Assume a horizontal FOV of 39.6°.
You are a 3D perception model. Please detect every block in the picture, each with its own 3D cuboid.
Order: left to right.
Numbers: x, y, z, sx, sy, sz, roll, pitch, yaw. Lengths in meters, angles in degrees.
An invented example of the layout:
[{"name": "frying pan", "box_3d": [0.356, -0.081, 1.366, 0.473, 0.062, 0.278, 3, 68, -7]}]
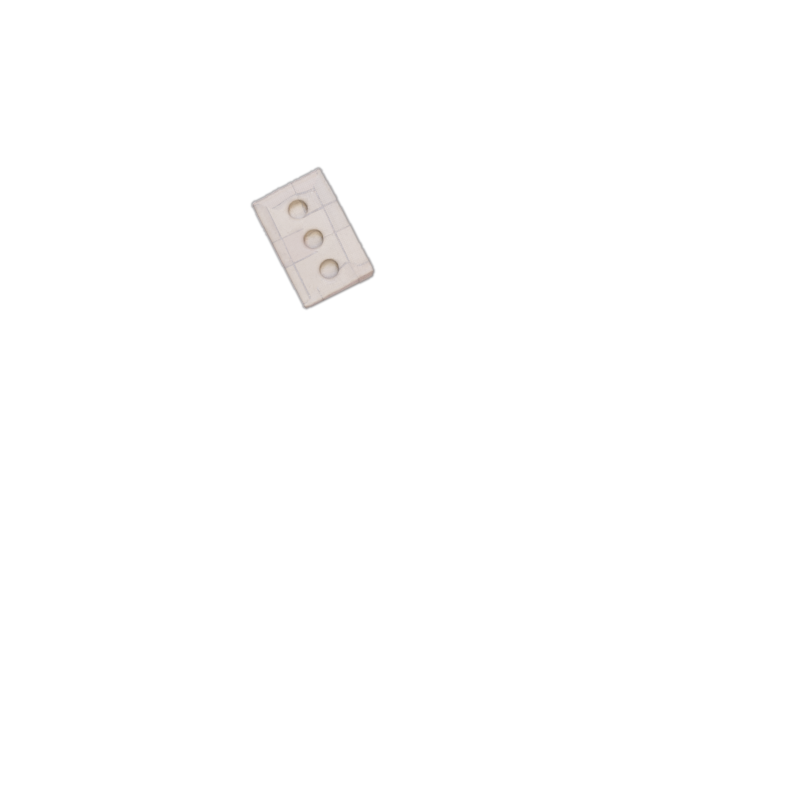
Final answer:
[{"name": "block", "box_3d": [-0.058, -0.106, 0.740, 0.053, 0.079, 0.051, -28, -1, -2]}]
